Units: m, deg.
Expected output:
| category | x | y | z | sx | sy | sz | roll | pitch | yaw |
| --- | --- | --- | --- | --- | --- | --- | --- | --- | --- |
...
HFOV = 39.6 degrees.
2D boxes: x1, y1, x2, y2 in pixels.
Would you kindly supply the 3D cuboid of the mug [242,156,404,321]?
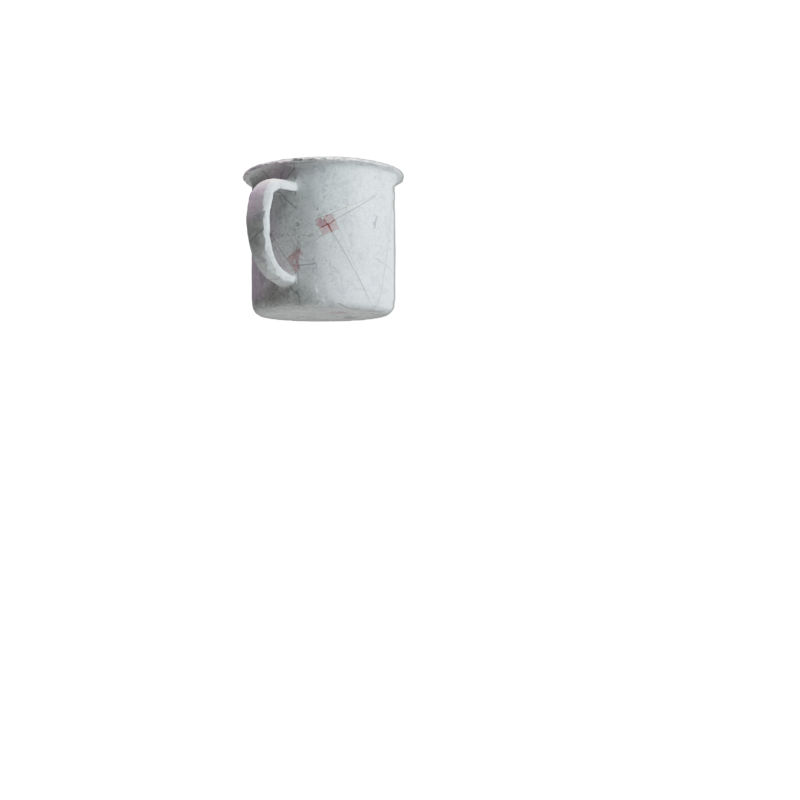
| category | x | y | z | sx | sy | sz | roll | pitch | yaw |
| --- | --- | --- | --- | --- | --- | --- | --- | --- | --- |
| mug | -0.049 | -0.089 | 0.624 | 0.096 | 0.083 | 0.112 | -3 | -5 | 26 |
